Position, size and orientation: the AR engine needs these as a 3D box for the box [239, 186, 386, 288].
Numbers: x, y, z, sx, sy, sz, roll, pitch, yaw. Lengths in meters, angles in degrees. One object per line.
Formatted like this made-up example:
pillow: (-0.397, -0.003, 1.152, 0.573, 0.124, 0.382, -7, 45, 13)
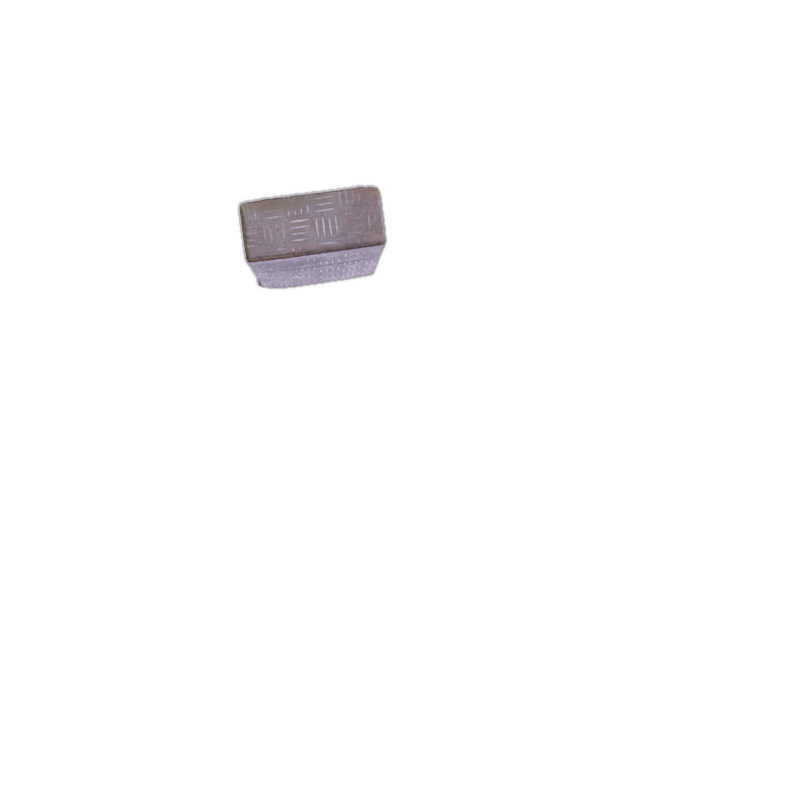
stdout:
box: (-0.062, -0.113, 0.790, 0.093, 0.049, 0.174, -8, -2, -4)
